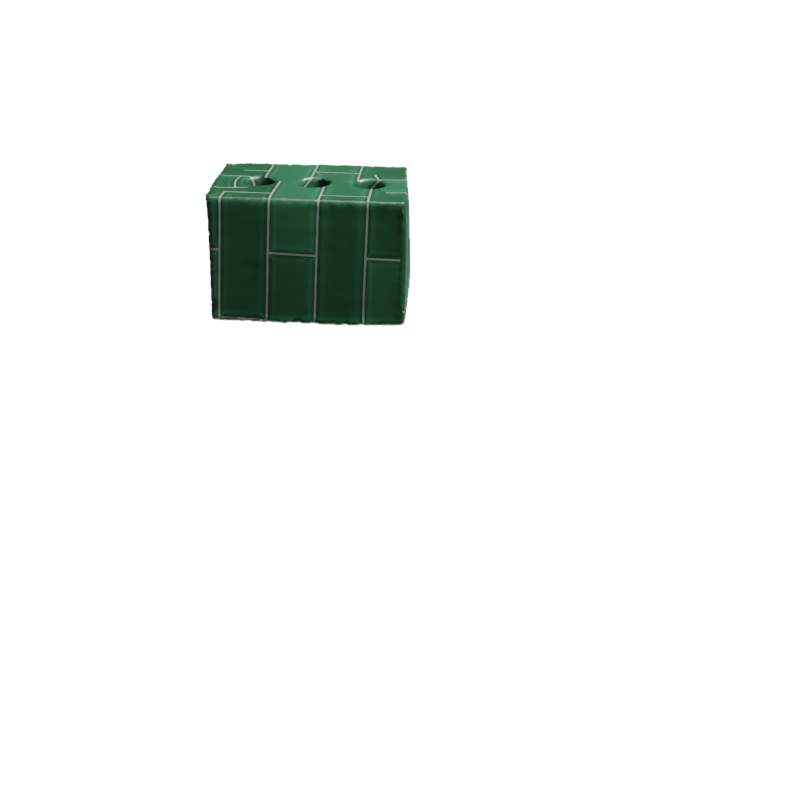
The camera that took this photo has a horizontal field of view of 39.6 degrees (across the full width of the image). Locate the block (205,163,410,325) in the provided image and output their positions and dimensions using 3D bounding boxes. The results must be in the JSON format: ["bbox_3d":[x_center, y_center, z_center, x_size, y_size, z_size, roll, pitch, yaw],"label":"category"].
[{"bbox_3d":[-0.035,-0.063,0.444,0.078,0.049,0.055,2,22,3],"label":"block"}]
